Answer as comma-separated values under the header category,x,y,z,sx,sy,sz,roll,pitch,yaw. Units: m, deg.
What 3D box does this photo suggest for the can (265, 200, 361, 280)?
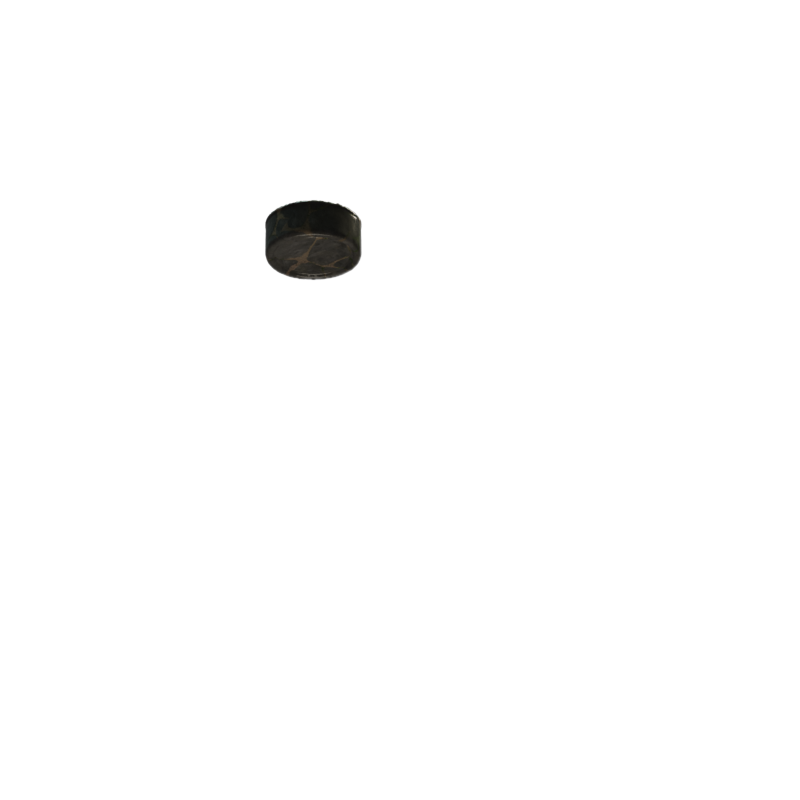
category,x,y,z,sx,sy,sz,roll,pitch,yaw
can,-0.076,-0.139,0.974,0.086,0.036,0.081,1,-24,-2
